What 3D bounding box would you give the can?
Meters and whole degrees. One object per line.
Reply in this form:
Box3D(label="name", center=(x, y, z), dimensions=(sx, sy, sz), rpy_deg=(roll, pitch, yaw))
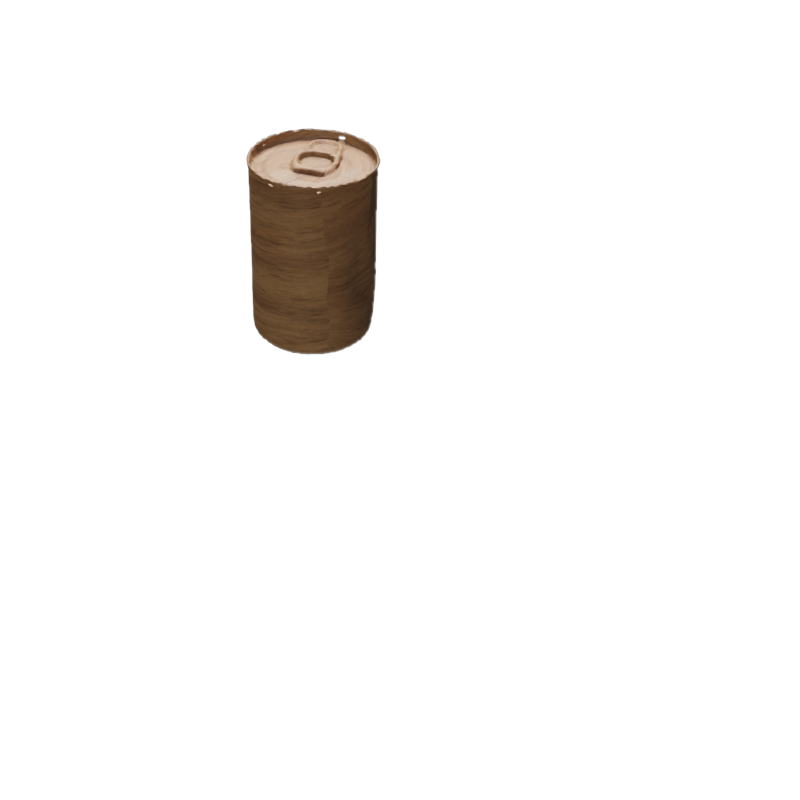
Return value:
Box3D(label="can", center=(-0.046, -0.084, 0.590), dimensions=(0.068, 0.096, 0.073), rpy_deg=(0, 35, -3))
